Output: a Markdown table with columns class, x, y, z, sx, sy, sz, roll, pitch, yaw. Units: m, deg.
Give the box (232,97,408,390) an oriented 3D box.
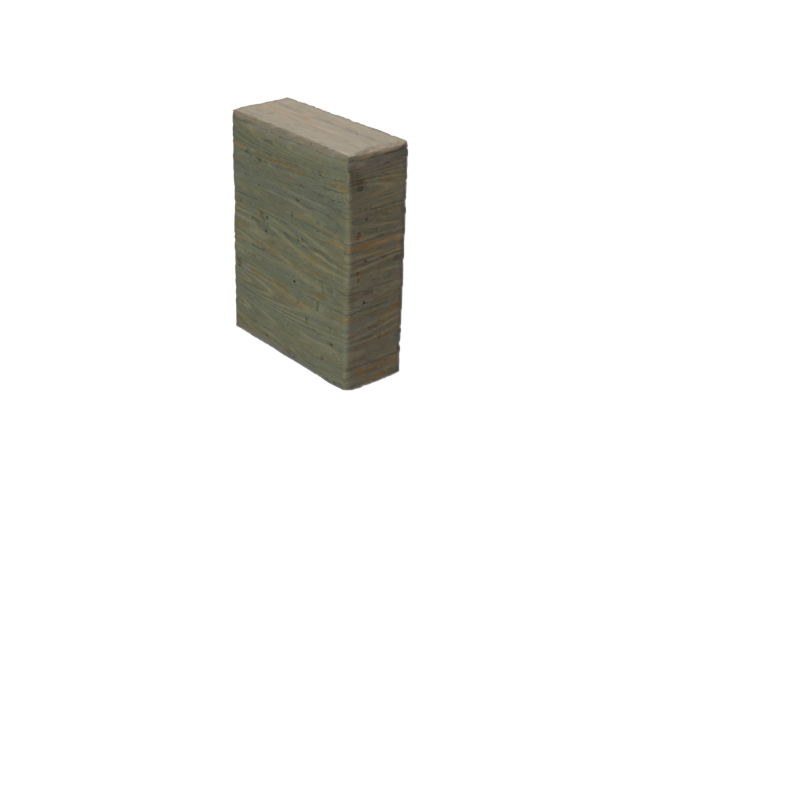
| class | x | y | z | sx | sy | sz | roll | pitch | yaw |
| --- | --- | --- | --- | --- | --- | --- | --- | --- | --- |
| box | -0.075 | -0.137 | 0.961 | 0.071 | 0.203 | 0.176 | -18 | 33 | -36 |
